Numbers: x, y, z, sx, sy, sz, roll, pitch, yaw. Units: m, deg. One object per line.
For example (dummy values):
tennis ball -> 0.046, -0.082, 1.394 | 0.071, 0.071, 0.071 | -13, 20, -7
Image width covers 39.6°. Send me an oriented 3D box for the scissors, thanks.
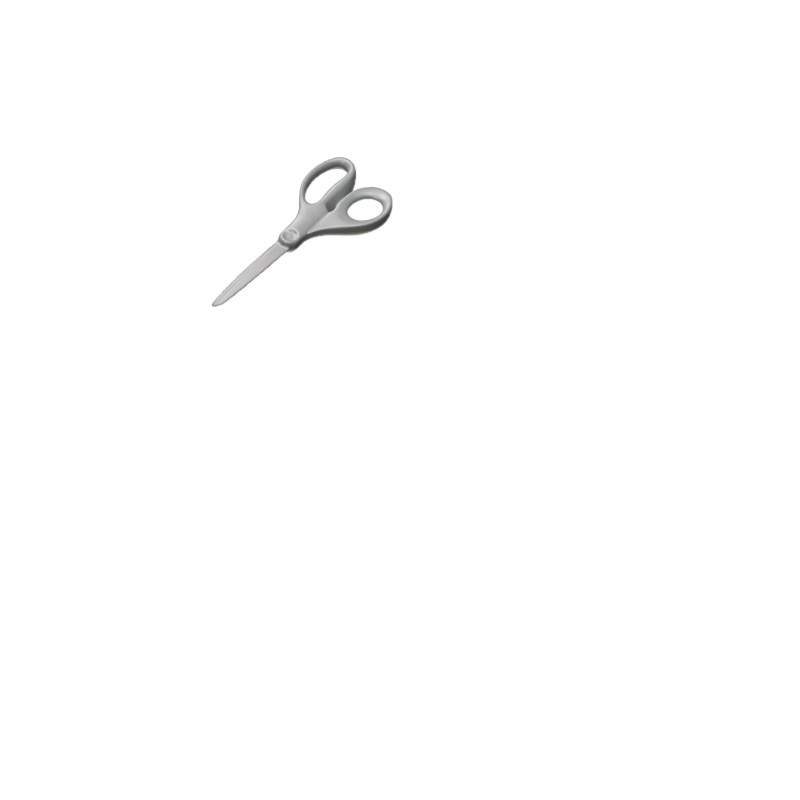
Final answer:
scissors -> -0.077, -0.140, 0.979 | 0.099, 0.210, 0.015 | 19, -34, 13
